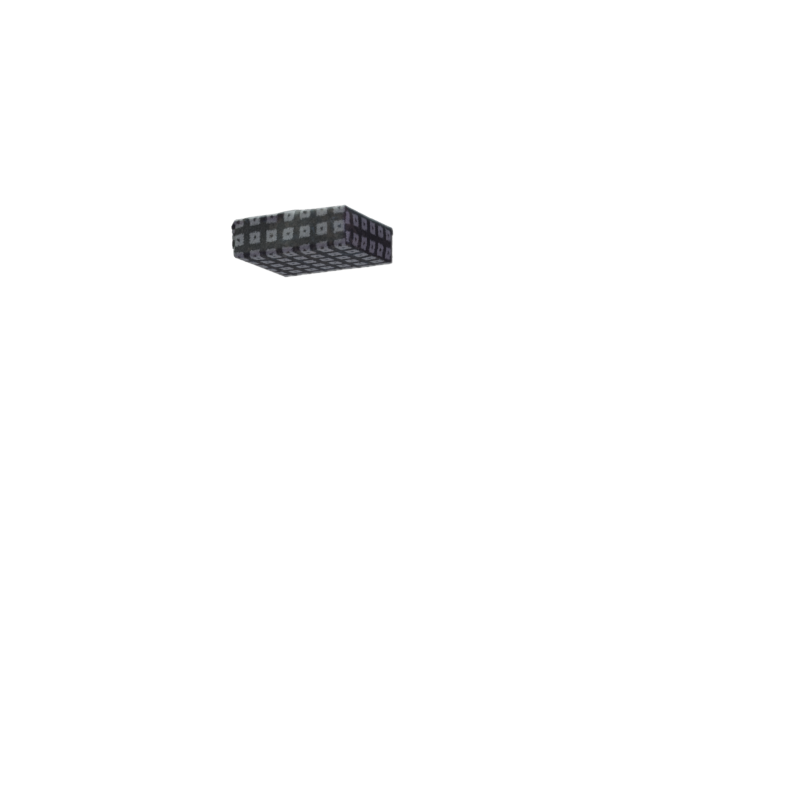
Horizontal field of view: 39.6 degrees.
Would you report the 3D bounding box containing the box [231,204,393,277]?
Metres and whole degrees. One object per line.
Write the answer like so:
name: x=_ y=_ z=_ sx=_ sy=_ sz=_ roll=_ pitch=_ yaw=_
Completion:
box: x=-0.060 y=-0.108 z=0.760 sx=0.092 sy=0.031 sz=0.070 roll=-3 pitch=-7 yaw=26
